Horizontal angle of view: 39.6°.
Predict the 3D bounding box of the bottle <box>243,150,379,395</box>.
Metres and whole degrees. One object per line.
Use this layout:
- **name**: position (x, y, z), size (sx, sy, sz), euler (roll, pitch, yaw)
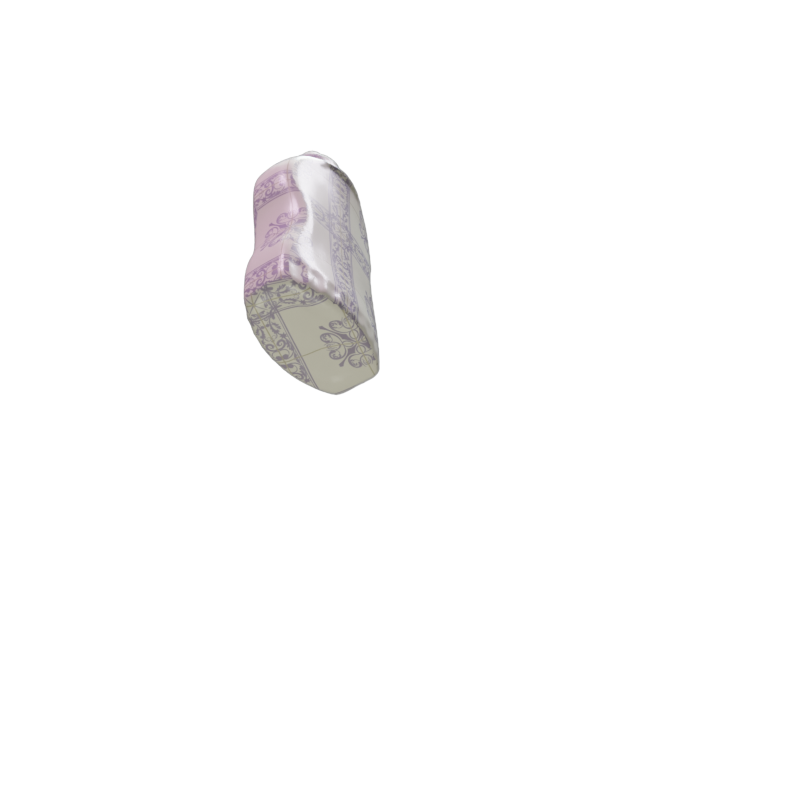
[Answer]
- **bottle**: position (-0.055, -0.100, 0.703), size (0.058, 0.206, 0.090), euler (-31, -54, 22)
